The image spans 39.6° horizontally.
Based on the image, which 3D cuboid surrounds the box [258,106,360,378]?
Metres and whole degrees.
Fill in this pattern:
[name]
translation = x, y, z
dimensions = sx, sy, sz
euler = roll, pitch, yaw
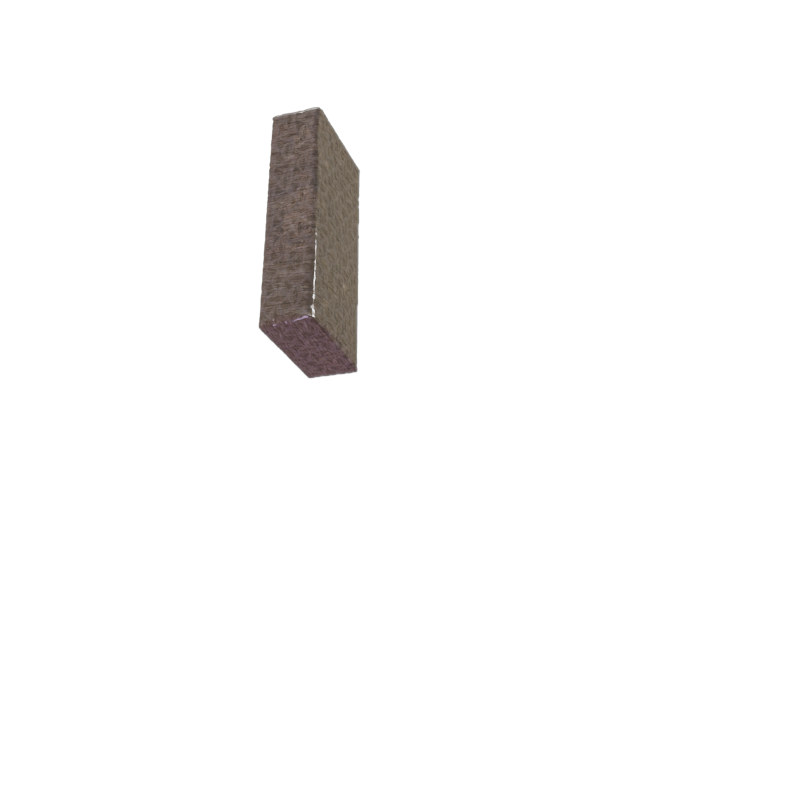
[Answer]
[box]
translation = -0.064, -0.116, 0.812
dimensions = 0.049, 0.188, 0.086
euler = -12, -30, 16
